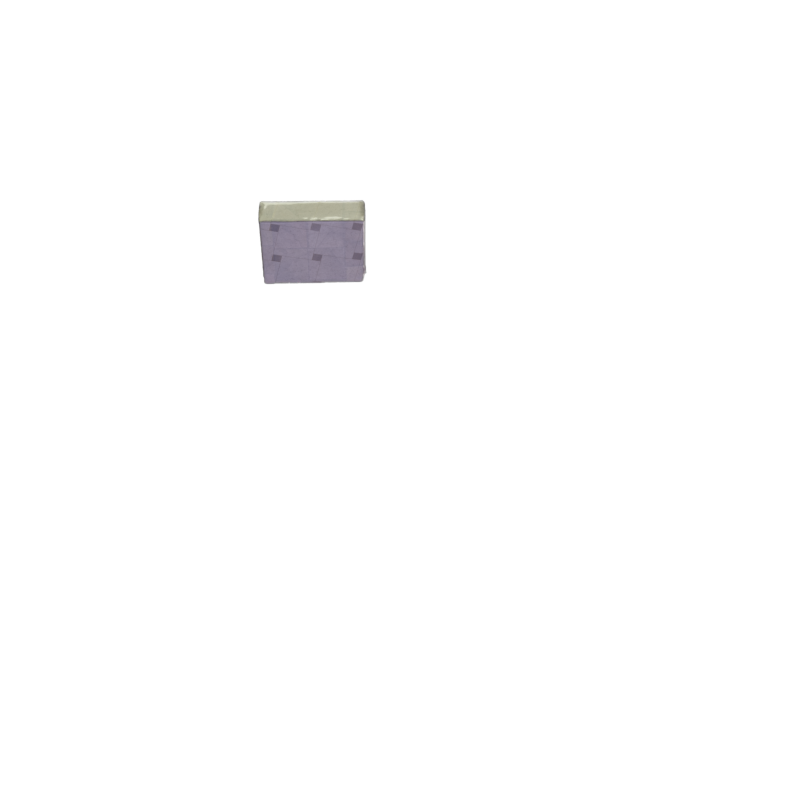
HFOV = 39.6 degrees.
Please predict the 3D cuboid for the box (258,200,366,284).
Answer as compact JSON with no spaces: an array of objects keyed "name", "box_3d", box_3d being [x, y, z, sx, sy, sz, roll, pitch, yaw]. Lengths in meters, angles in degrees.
[{"name":"box","box_3d":[-0.073,-0.134,0.939,0.089,0.032,0.068,-1,-42,0]}]
